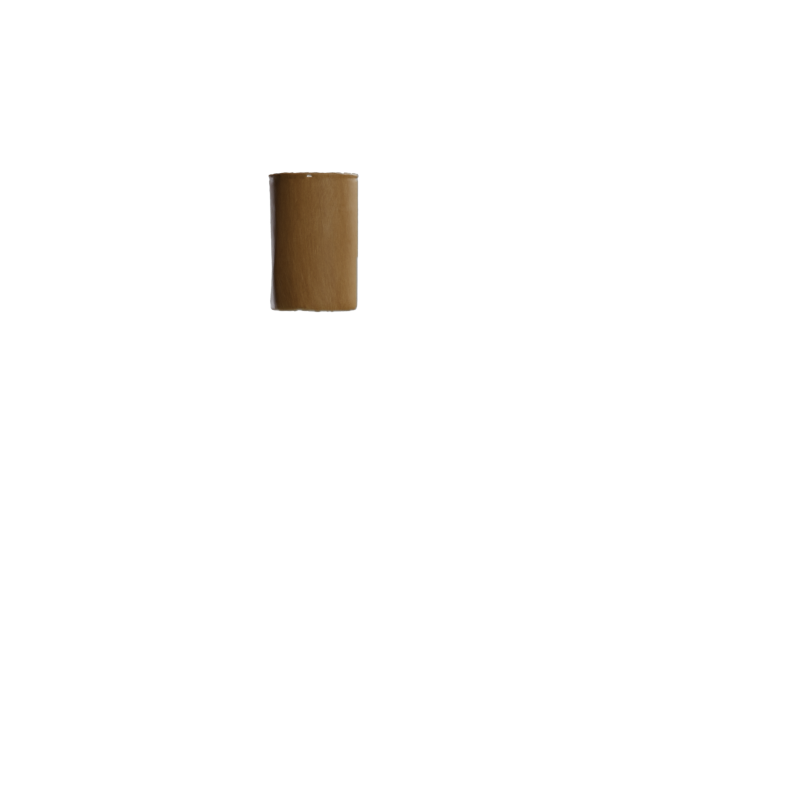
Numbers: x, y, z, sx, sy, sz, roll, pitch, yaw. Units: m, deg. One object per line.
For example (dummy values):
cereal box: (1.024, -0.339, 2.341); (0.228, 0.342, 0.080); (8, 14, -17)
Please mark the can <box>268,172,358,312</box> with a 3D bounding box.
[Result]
can: (-0.065, -0.119, 0.834); (0.068, 0.102, 0.069); (0, 3, -2)
